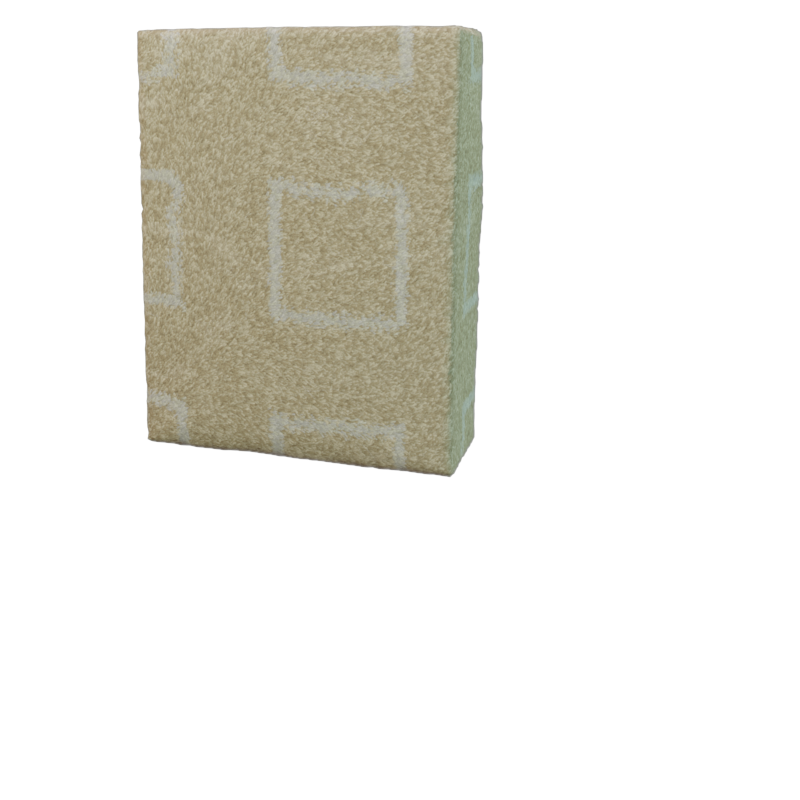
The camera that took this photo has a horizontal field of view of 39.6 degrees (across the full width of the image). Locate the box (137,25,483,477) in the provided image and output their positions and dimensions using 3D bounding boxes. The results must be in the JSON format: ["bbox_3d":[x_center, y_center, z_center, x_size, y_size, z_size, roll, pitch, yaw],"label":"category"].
[{"bbox_3d":[-0.044,-0.081,0.565,0.168,0.209,0.072,4,11,17],"label":"box"}]
